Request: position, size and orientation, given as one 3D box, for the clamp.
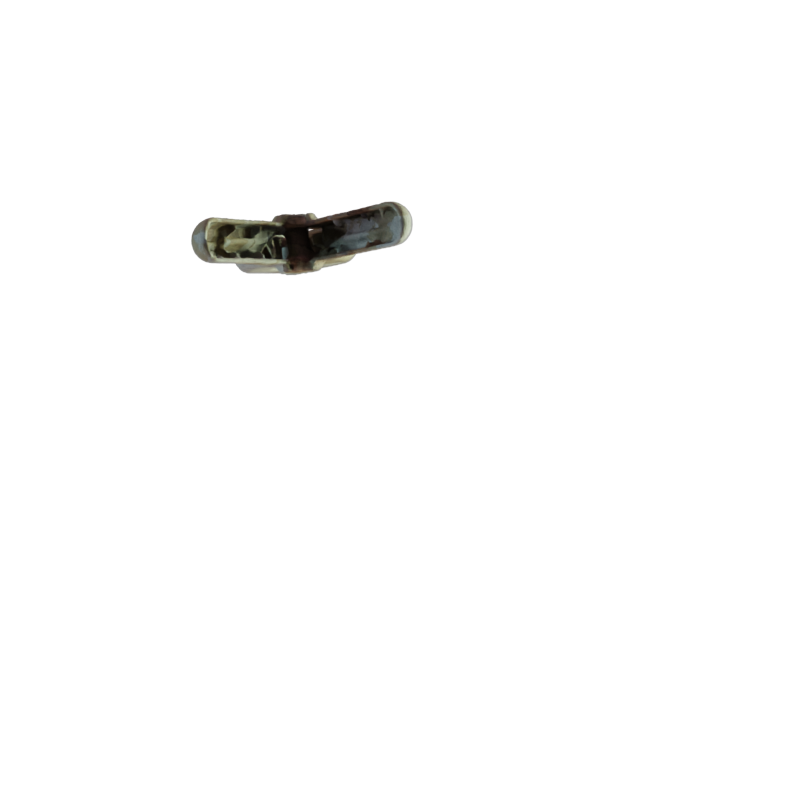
[{"bbox_3d":[-0.053,-0.096,0.671,0.121,0.039,0.171,0,6,2],"label":"clamp"}]
